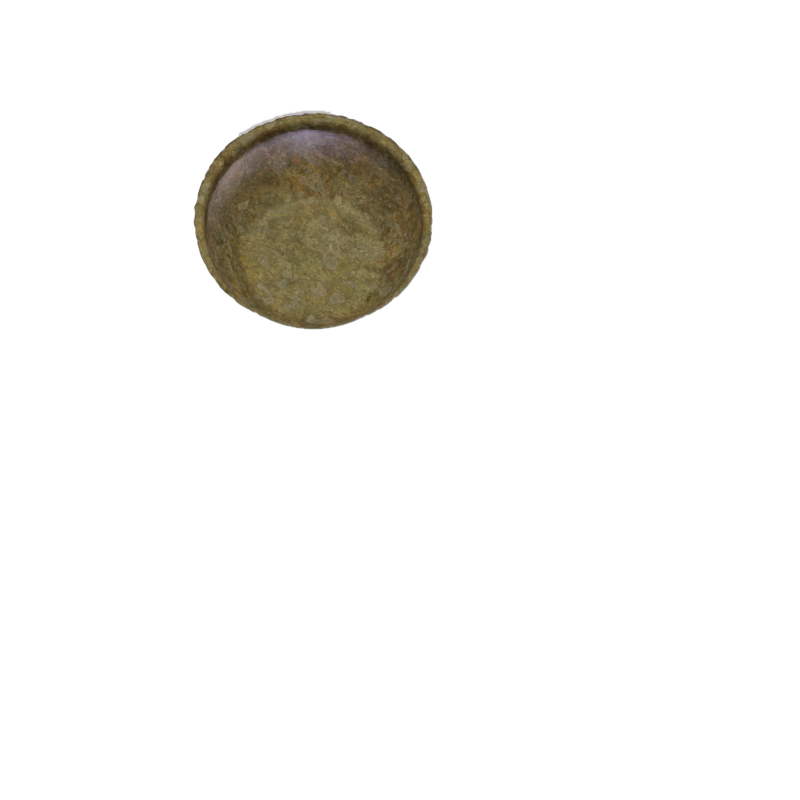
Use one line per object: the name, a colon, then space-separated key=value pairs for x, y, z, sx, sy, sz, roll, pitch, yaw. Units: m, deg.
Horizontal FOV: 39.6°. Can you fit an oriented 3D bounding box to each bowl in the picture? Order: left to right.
bowl: x=-0.057 y=-0.104 z=0.729 sx=0.162 sy=0.153 sz=0.058 roll=1 pitch=30 yaw=-1
